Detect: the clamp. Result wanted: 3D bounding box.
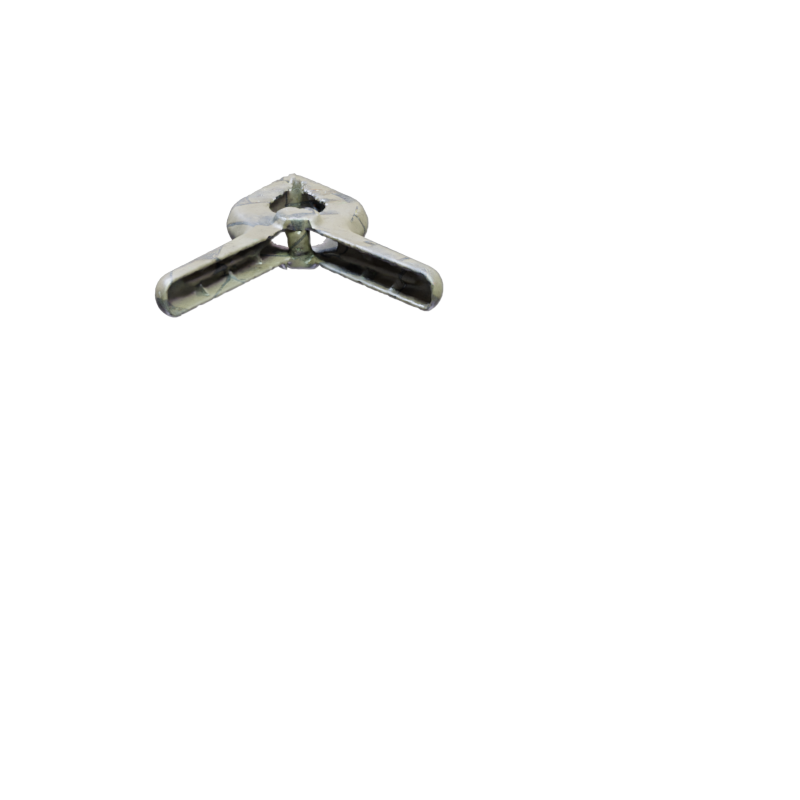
[{"bbox_3d":[-0.056,-0.102,0.714,0.165,0.035,0.220,1,27,3],"label":"clamp"}]
